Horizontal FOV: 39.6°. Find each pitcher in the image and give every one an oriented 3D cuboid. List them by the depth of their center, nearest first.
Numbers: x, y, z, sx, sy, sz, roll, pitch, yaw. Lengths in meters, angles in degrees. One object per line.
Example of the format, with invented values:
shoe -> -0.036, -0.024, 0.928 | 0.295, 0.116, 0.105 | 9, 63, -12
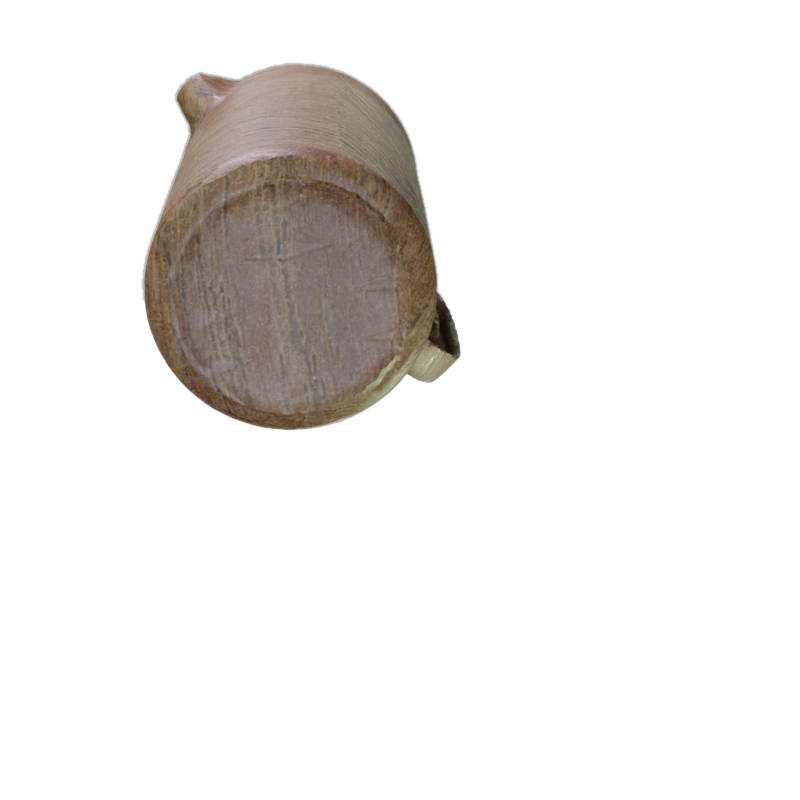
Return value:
pitcher -> -0.040, -0.073, 0.514 | 0.149, 0.140, 0.253 | 0, 19, -3
